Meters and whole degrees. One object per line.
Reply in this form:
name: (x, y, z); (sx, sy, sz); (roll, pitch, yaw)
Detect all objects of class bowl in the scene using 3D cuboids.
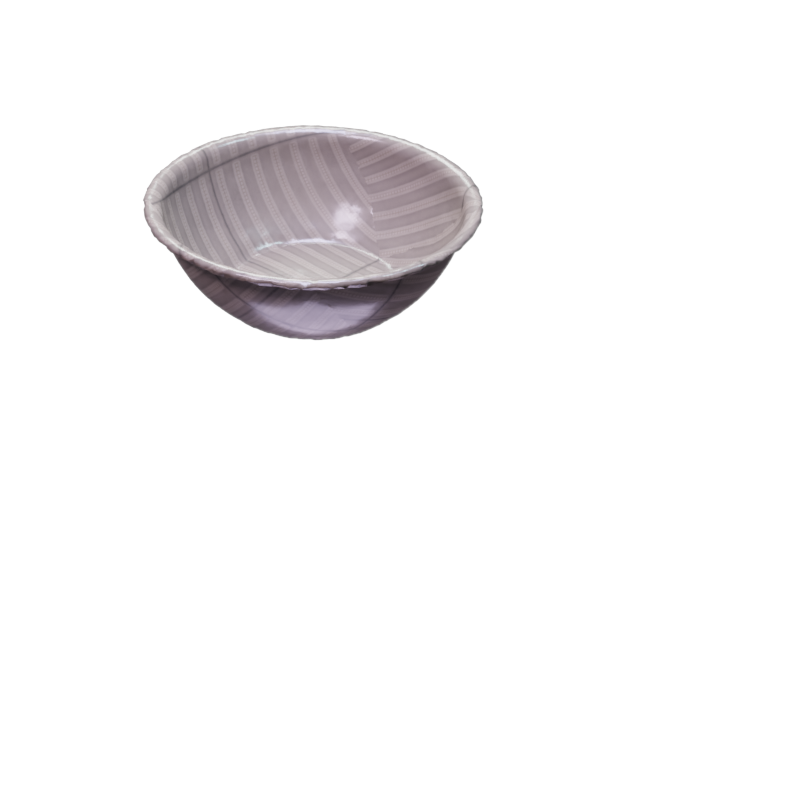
bowl: (-0.043, -0.078, 0.544); (0.162, 0.052, 0.173); (-1, 36, -2)
